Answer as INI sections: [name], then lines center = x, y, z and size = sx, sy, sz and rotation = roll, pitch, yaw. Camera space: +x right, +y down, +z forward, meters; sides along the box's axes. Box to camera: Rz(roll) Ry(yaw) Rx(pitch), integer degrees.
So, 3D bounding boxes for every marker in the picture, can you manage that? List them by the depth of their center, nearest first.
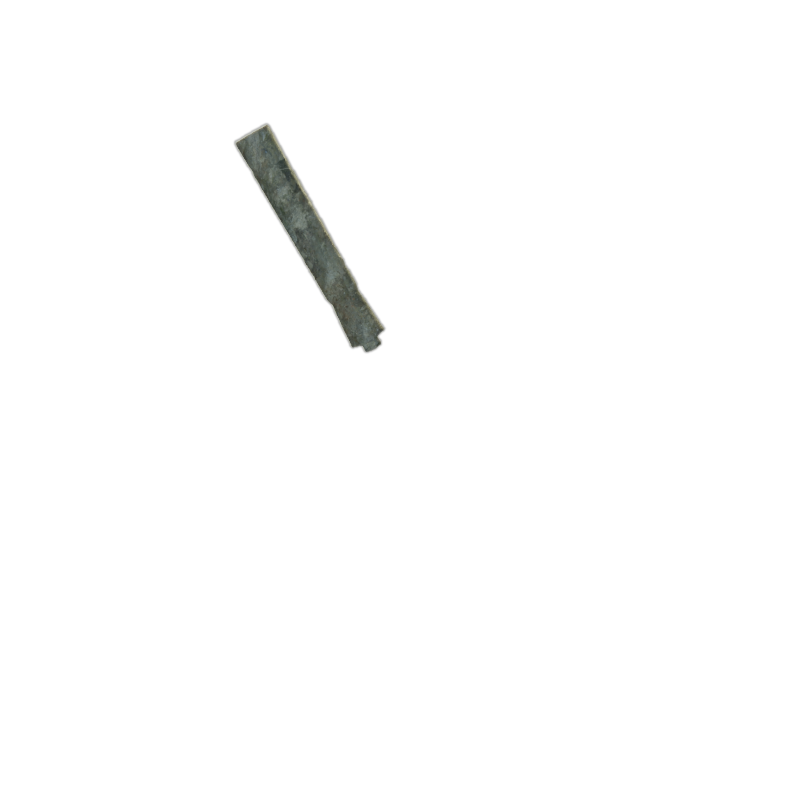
[marker]
center = -0.042, -0.077, 0.539
size = 0.020, 0.119, 0.020
rotation = -30, 6, 3
